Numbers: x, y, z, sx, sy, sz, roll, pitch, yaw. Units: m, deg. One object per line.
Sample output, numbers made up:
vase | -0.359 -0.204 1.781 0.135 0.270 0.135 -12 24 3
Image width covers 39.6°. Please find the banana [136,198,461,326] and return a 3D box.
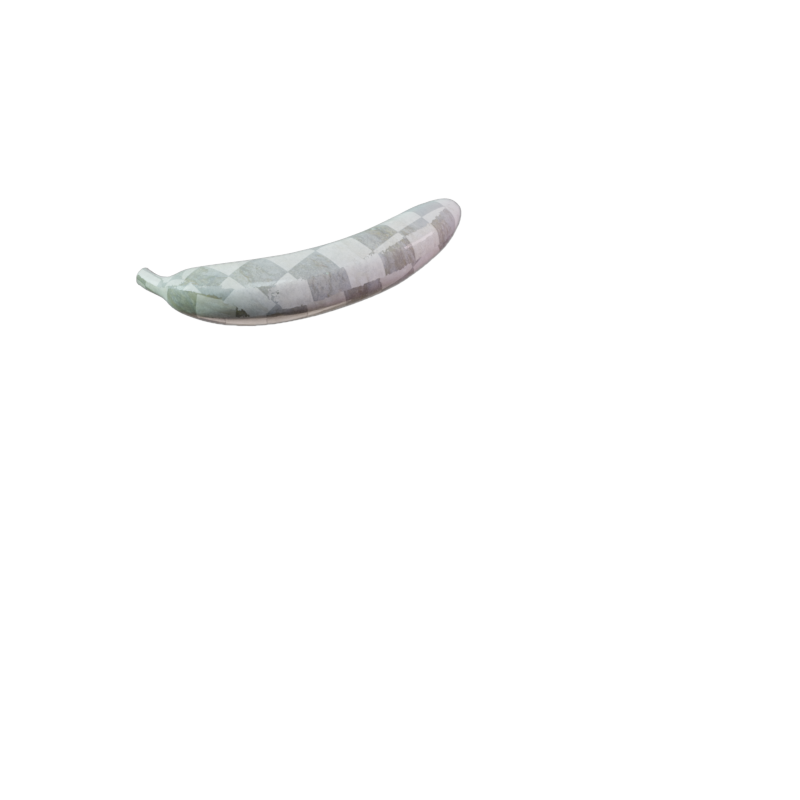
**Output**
banana | -0.047 -0.077 0.628 0.196 0.034 0.075 -13 47 -13
